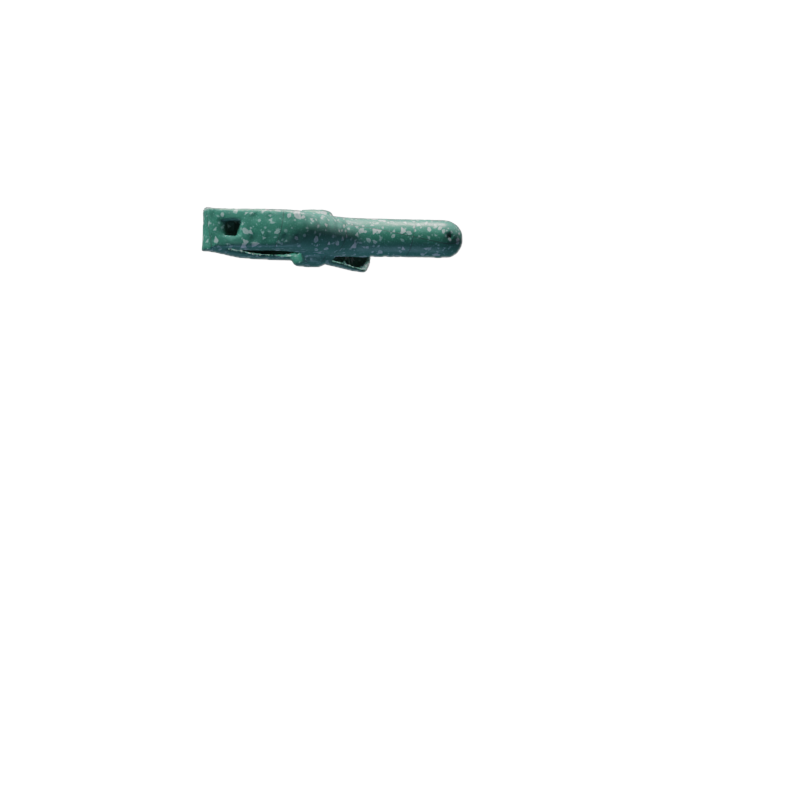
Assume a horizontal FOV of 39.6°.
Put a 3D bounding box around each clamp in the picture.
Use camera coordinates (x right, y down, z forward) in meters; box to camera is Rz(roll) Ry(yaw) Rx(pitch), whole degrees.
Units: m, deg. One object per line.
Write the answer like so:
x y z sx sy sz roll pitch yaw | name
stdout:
-0.059 -0.107 0.749 0.166 0.040 0.121 3 -8 -25 | clamp
